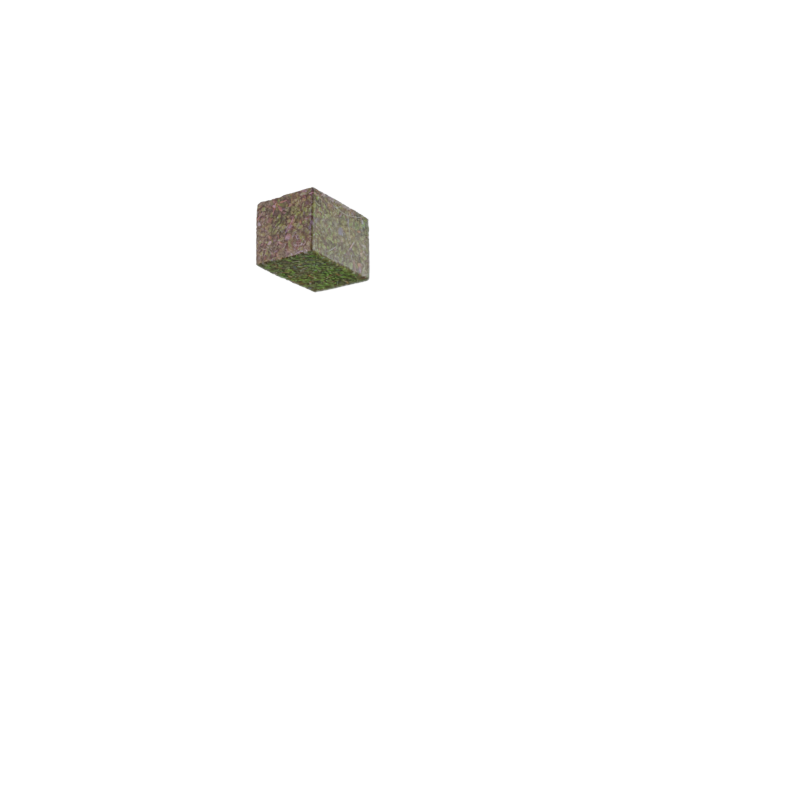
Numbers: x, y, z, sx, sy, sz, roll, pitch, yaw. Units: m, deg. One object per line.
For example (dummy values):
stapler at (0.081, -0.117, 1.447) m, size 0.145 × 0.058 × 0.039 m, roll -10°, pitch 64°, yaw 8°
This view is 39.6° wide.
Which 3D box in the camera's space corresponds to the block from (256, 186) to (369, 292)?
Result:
block at (-0.065, -0.119, 0.830) m, size 0.054 × 0.054 × 0.073 m, roll -12°, pitch -19°, yaw 31°
